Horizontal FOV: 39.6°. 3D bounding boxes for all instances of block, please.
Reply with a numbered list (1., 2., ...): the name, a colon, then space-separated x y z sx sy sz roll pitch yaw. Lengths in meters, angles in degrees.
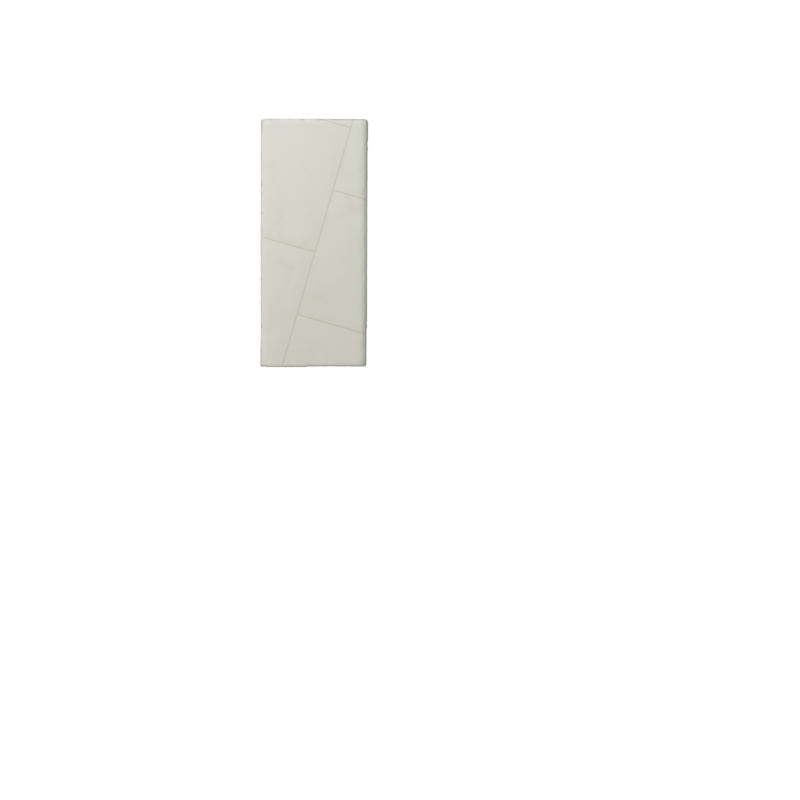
1. block: -0.074 -0.137 0.959 0.090 0.205 0.091 0 2 -3
